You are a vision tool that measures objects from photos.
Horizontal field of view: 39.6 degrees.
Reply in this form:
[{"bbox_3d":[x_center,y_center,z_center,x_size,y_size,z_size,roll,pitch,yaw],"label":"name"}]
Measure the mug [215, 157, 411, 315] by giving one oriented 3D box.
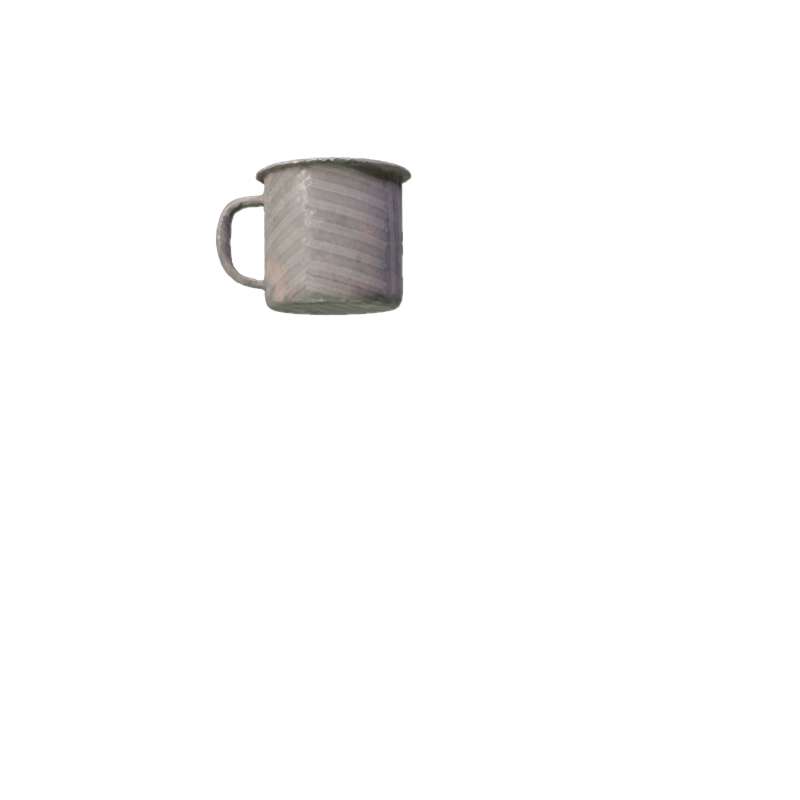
[{"bbox_3d":[-0.051,-0.094,0.658,0.117,0.083,0.091,0,-4,2],"label":"mug"}]
